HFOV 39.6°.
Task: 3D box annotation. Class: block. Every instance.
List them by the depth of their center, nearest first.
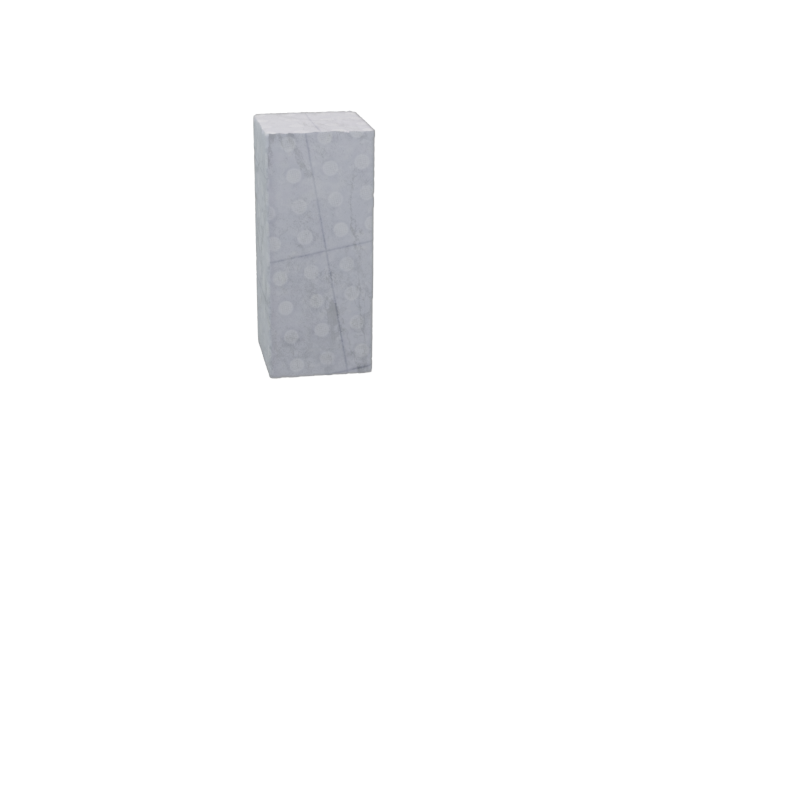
[{"bbox_3d":[-0.074,-0.133,0.934,0.089,0.198,0.096,-3,19,-11],"label":"block"}]
